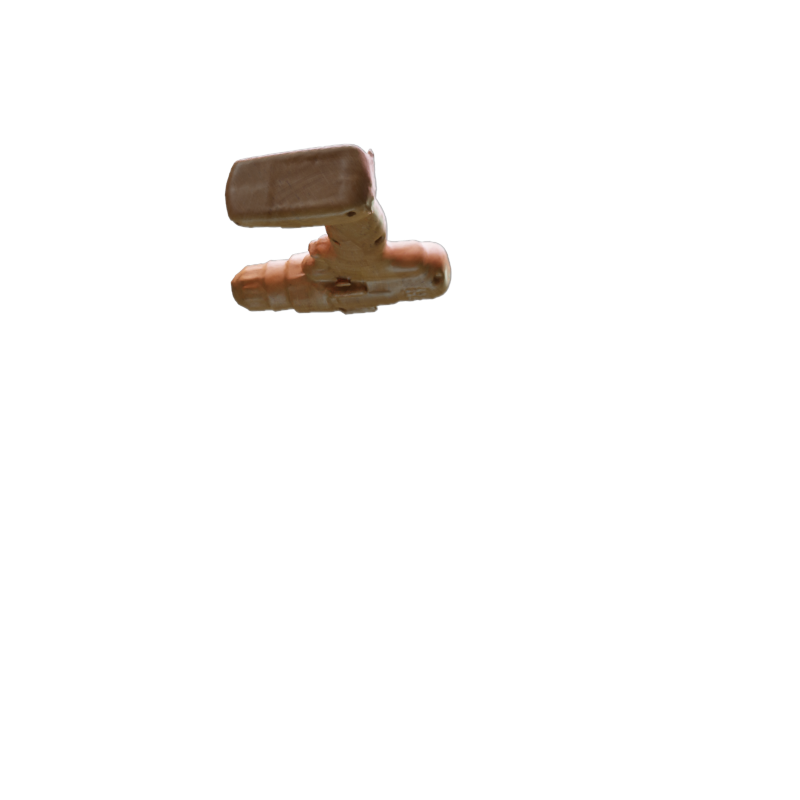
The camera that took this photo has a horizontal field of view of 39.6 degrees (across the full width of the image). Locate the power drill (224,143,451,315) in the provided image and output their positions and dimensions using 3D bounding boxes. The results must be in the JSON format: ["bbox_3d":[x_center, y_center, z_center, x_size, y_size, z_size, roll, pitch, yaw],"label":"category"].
[{"bbox_3d":[-0.066,-0.121,0.847,0.187,0.060,0.175,-5,-20,14],"label":"power drill"}]
